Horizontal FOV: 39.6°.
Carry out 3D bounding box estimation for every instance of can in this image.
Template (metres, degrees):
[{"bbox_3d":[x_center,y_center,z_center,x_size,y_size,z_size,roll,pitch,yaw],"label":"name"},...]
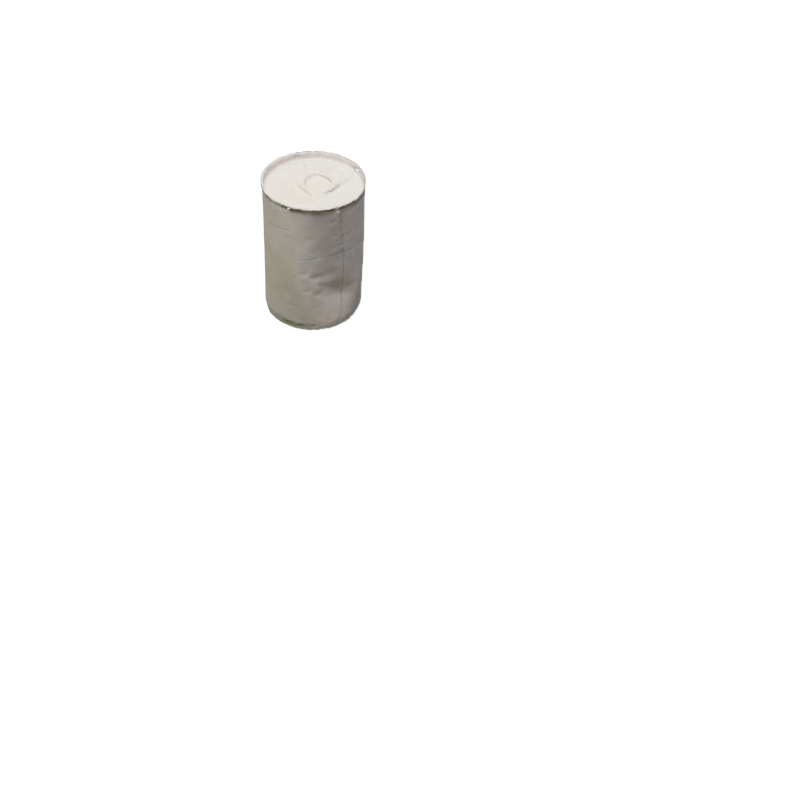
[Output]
[{"bbox_3d":[-0.058,-0.106,0.743,0.068,0.095,0.073,0,41,-3],"label":"can"}]
